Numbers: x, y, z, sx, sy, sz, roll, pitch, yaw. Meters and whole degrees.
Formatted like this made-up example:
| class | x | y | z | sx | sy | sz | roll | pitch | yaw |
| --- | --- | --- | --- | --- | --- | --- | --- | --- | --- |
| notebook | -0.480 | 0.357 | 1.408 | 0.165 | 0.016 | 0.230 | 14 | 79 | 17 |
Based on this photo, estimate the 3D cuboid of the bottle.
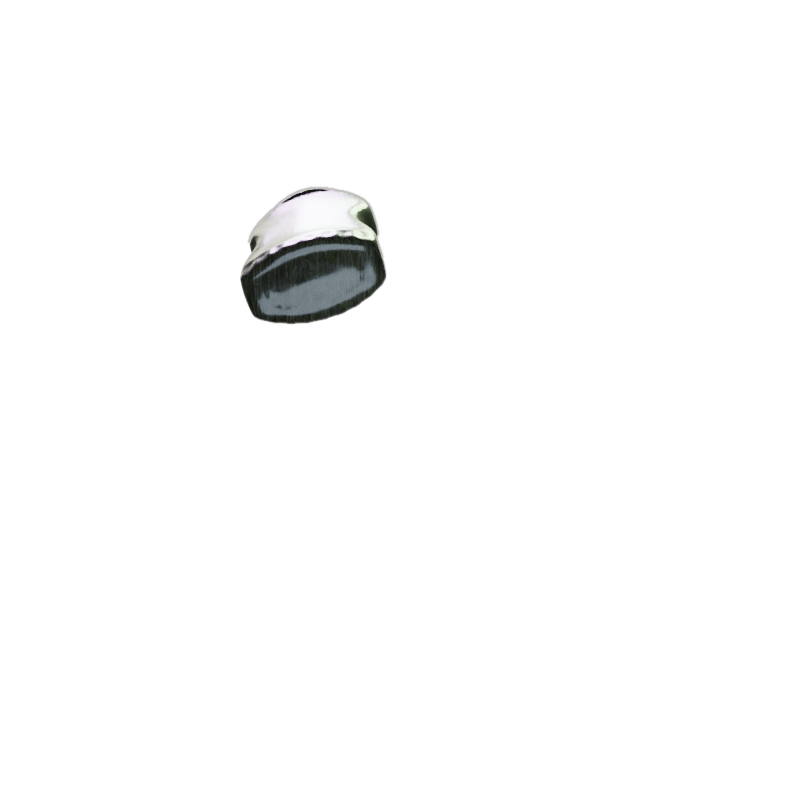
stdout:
| class | x | y | z | sx | sy | sz | roll | pitch | yaw |
| --- | --- | --- | --- | --- | --- | --- | --- | --- | --- |
| bottle | -0.064 | -0.117 | 0.821 | 0.096 | 0.055 | 0.201 | -18 | 23 | 4 |
